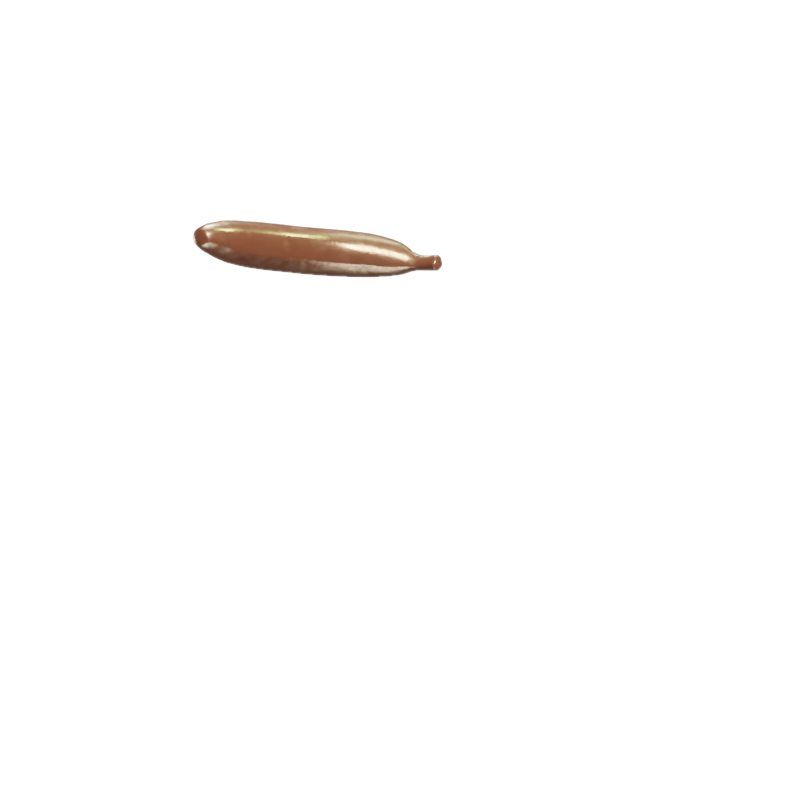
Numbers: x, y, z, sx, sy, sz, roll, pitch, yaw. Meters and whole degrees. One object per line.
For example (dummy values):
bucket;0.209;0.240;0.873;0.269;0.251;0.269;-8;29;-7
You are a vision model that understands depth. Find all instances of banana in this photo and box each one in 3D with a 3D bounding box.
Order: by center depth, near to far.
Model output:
banana;-0.070;-0.119;0.866;0.192;0.038;0.070;2;-7;-20
